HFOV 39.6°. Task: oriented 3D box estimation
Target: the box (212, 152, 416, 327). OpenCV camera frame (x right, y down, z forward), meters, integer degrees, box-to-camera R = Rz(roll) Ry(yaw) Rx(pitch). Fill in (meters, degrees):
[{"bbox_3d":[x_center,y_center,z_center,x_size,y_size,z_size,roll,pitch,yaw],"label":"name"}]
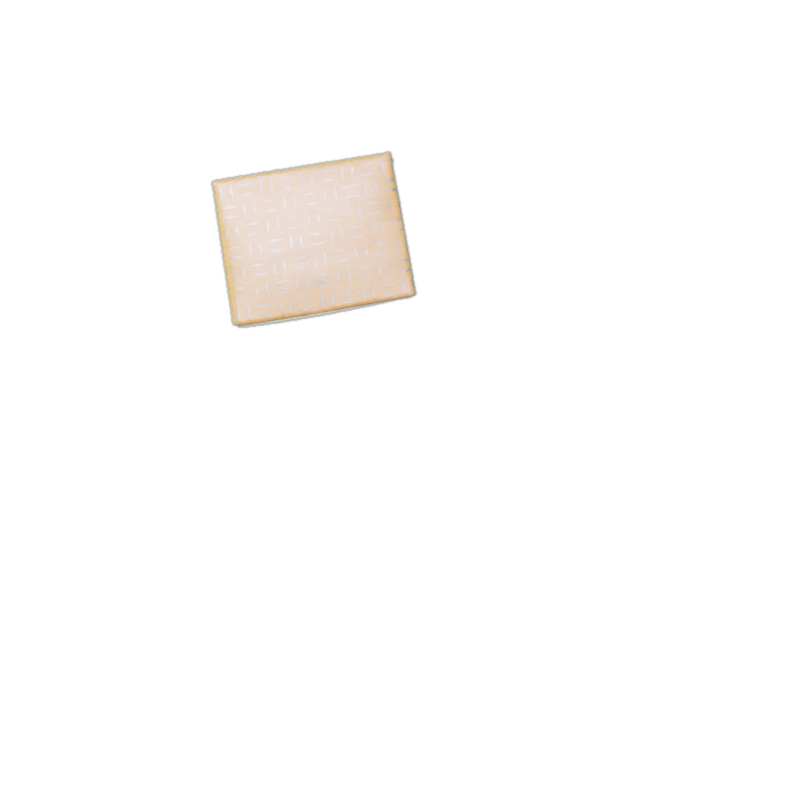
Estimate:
[{"bbox_3d":[-0.053,-0.097,0.680,0.113,0.092,0.038,-10,-6,-2],"label":"box"}]
